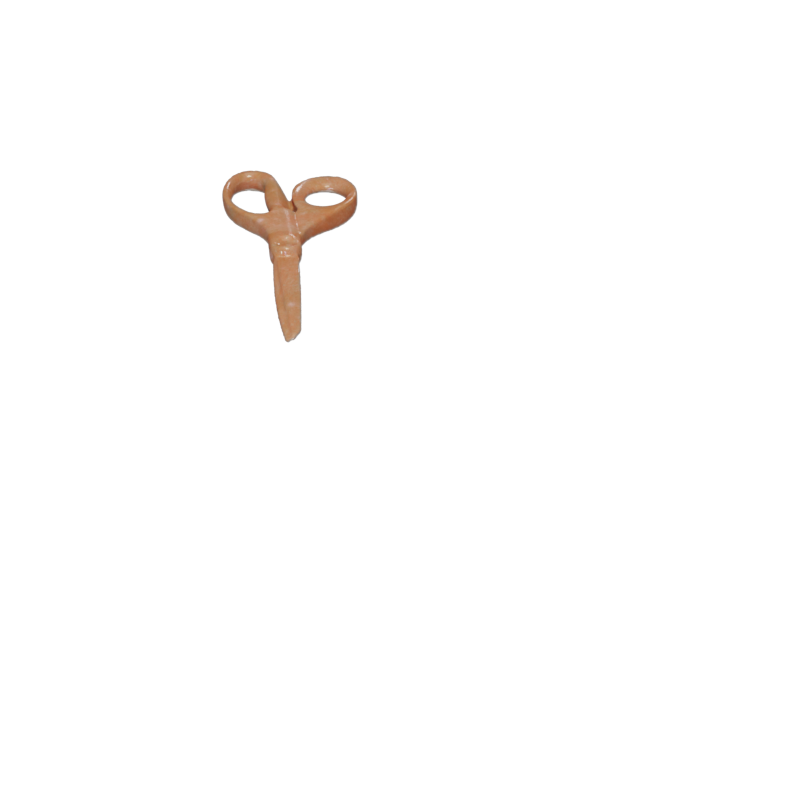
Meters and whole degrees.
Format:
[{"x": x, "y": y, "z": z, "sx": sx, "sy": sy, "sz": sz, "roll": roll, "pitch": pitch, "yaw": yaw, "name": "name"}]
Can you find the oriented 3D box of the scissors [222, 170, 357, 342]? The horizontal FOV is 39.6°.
[{"x": -0.052, "y": -0.095, "z": 0.667, "sx": 0.095, "sy": 0.015, "sz": 0.218, "roll": -12, "pitch": 35, "yaw": -17, "name": "scissors"}]
